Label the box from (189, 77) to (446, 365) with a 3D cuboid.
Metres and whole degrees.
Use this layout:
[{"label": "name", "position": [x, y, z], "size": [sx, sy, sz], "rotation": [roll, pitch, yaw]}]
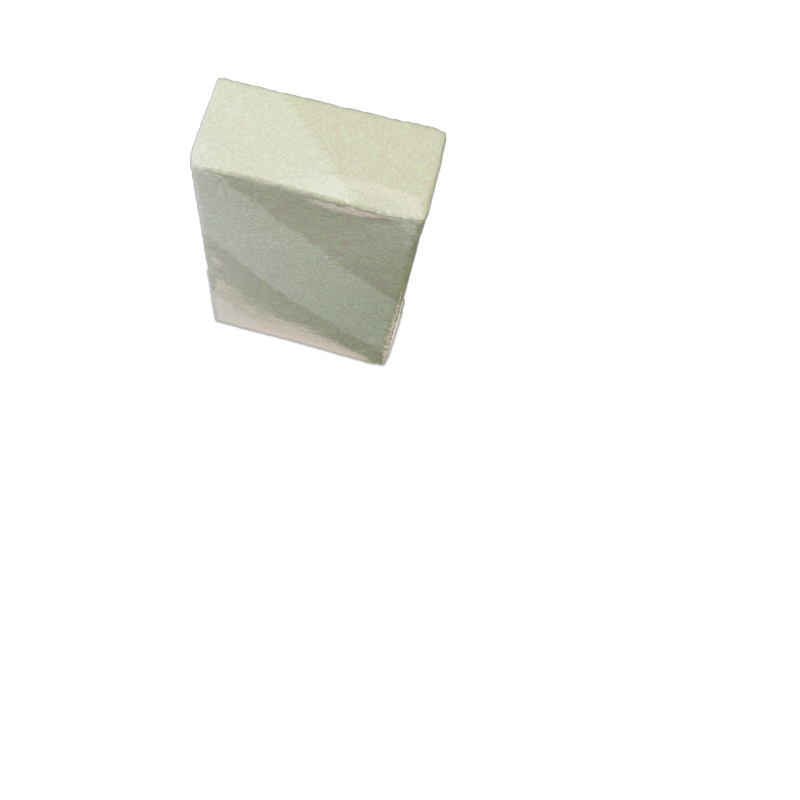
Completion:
[{"label": "box", "position": [-0.039, -0.070, 0.490], "size": [0.094, 0.050, 0.169], "rotation": [15, -15, 1]}]
